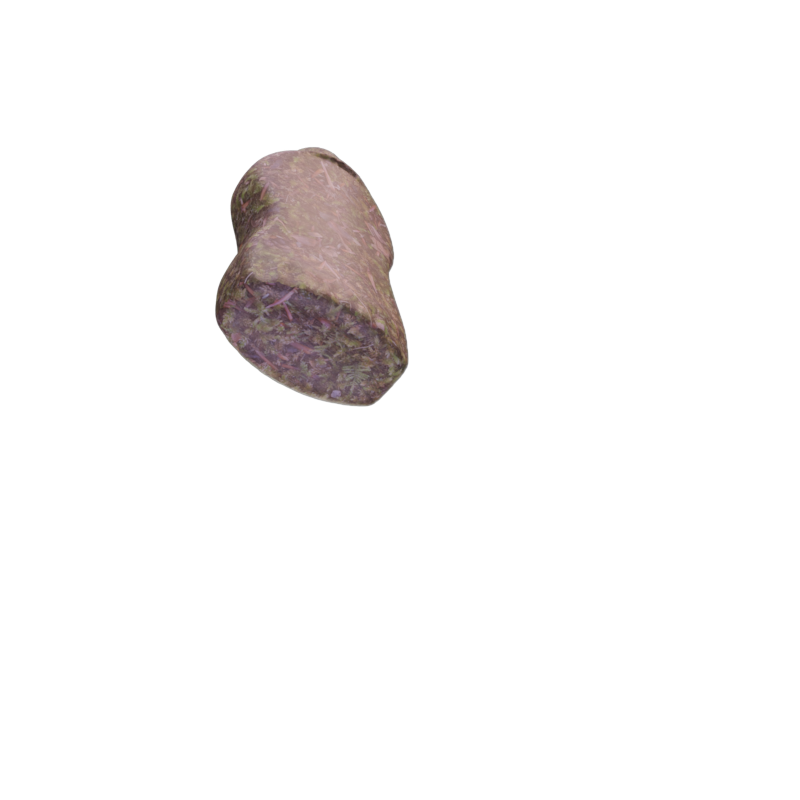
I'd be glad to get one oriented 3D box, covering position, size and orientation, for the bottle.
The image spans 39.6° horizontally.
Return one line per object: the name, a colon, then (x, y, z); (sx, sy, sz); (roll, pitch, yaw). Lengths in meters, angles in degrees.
bottle: (-0.047, -0.085, 0.600); (0.092, 0.057, 0.205); (26, 31, -21)
